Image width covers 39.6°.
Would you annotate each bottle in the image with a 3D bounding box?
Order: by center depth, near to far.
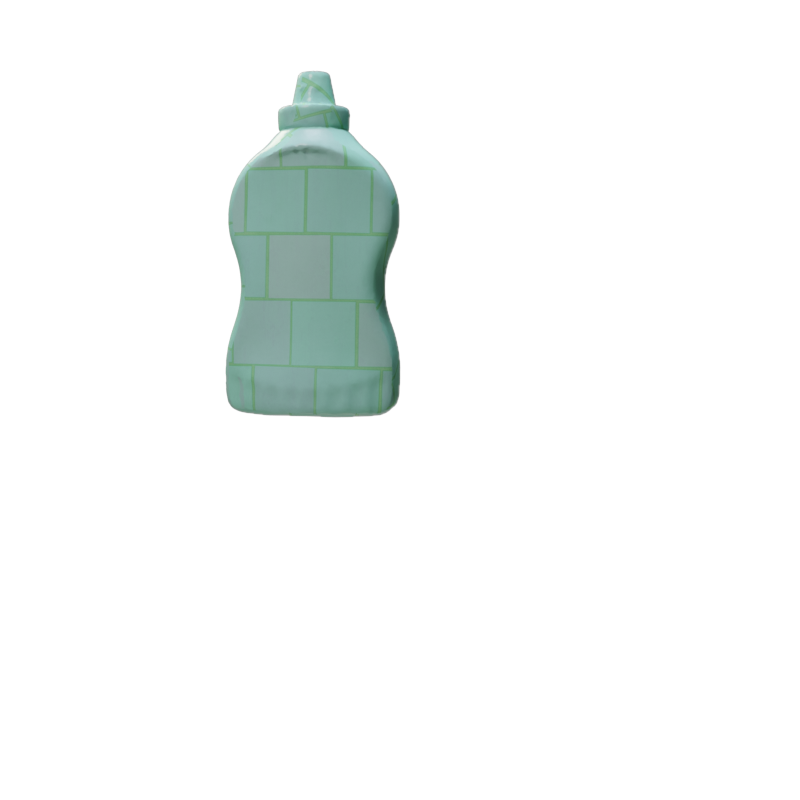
[{"bbox_3d":[-0.049,-0.089,0.626,0.098,0.192,0.057,0,-1,12],"label":"bottle"}]
